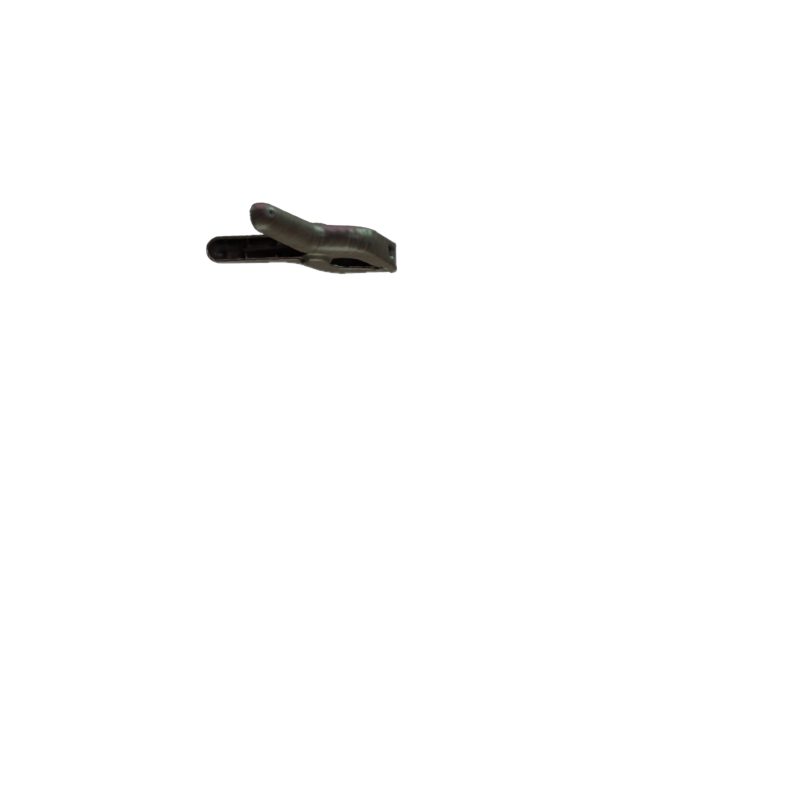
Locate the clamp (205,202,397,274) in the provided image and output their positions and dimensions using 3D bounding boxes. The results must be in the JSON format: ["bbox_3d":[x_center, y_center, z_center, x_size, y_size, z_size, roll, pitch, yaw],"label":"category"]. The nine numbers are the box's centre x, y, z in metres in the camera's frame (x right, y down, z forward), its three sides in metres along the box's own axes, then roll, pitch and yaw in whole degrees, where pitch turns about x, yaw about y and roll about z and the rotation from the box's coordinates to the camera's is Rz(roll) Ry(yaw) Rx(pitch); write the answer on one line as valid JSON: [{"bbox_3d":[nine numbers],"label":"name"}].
[{"bbox_3d":[-0.076,-0.139,0.970,0.167,0.040,0.120,1,-5,-17],"label":"clamp"}]
